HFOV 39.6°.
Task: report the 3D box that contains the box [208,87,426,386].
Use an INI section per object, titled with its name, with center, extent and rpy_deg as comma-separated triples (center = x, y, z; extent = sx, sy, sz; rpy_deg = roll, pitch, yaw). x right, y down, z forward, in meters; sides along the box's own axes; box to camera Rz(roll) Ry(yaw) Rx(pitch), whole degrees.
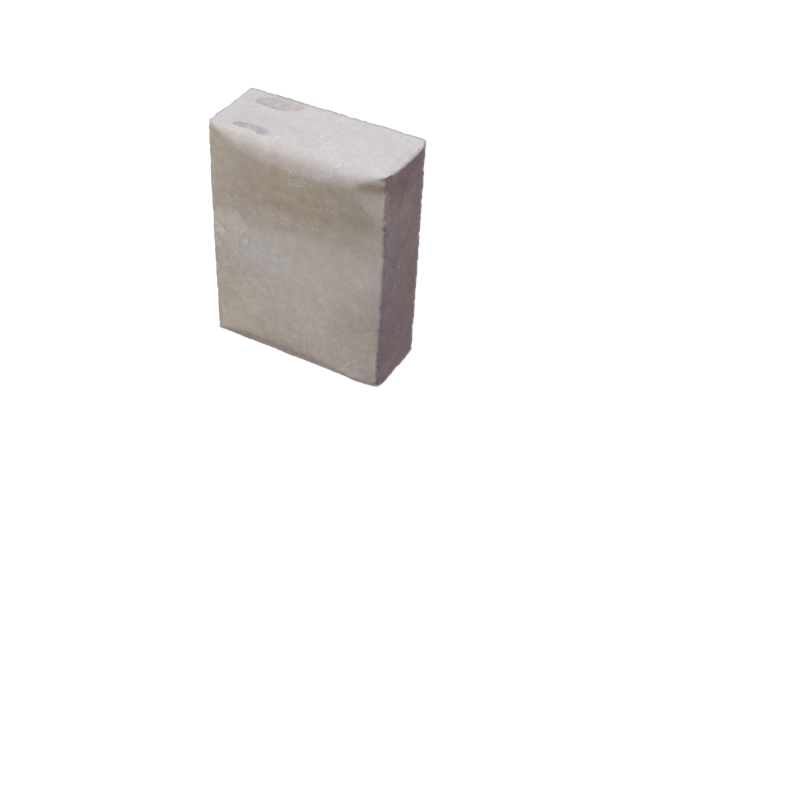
[box]
center = -0.071, -0.130, 0.912
extent = 0.172, 0.200, 0.073
rpy_deg = 22, 43, 22
